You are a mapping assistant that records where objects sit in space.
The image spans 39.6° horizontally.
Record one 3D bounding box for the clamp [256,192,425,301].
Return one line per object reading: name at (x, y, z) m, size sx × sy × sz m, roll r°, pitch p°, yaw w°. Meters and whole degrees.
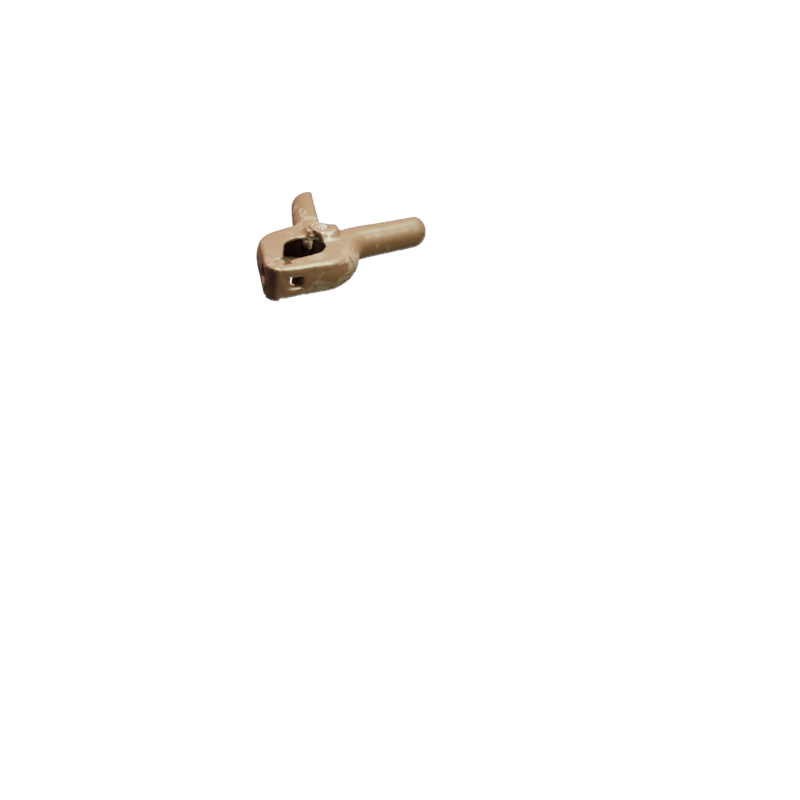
clamp at (-0.070, -0.127, 0.889) m, size 0.126 × 0.037 × 0.171 m, roll 15°, pitch 29°, yaw 29°
